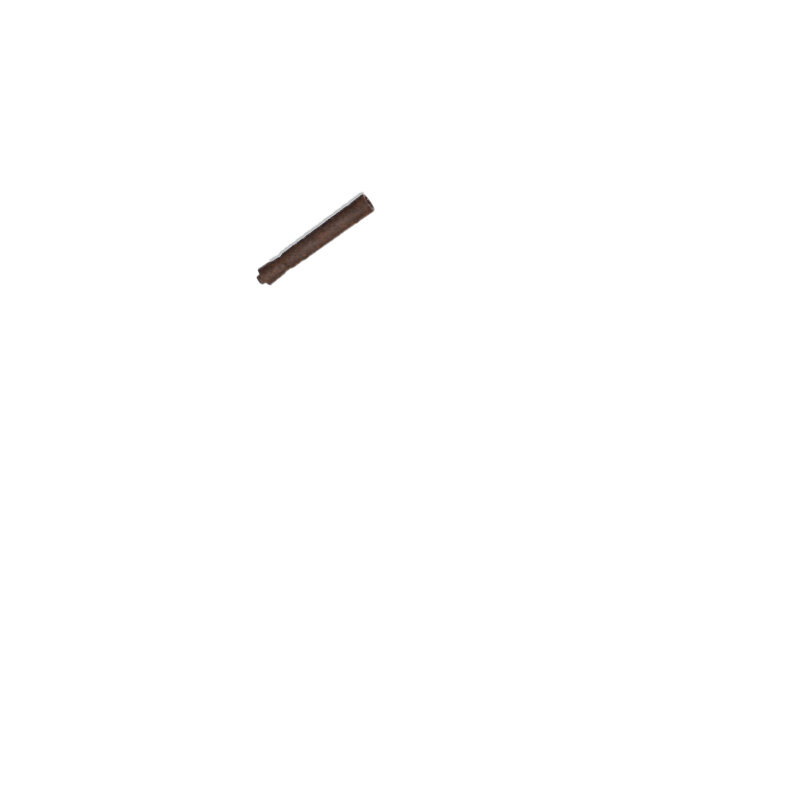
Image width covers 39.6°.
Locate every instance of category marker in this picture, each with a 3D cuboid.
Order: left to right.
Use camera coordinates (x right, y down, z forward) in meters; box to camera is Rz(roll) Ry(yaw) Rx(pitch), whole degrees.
[{"bbox_3d":[-0.076,-0.138,0.967,0.120,0.020,0.019,-34,-4,13],"label":"marker"}]
